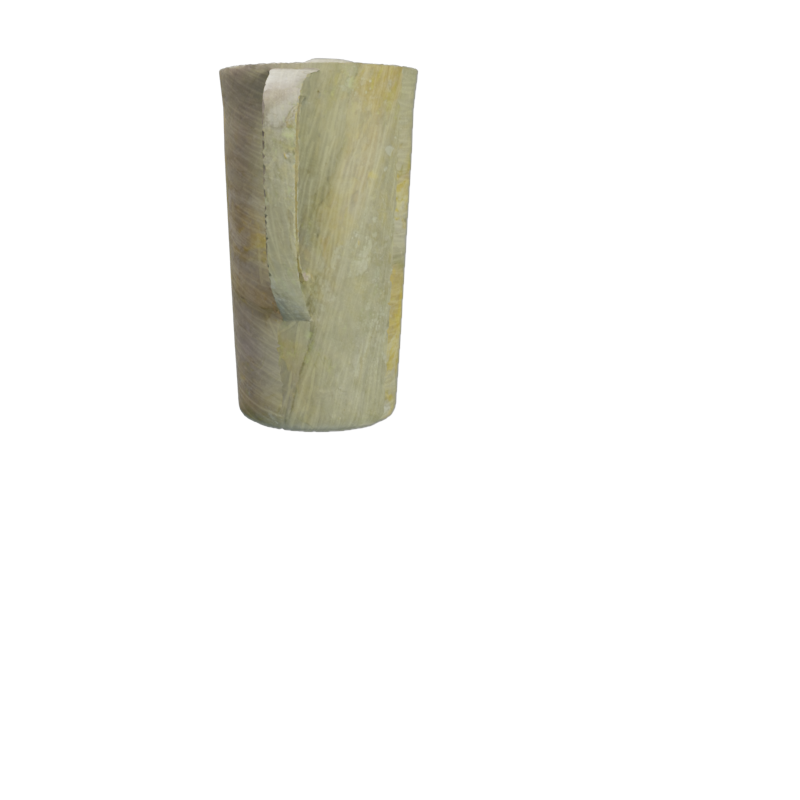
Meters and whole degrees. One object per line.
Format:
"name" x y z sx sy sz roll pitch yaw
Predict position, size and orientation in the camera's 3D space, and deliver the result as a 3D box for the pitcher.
"pitcher" -0.058 -0.106 0.741 0.144 0.241 0.151 -4 7 -36
